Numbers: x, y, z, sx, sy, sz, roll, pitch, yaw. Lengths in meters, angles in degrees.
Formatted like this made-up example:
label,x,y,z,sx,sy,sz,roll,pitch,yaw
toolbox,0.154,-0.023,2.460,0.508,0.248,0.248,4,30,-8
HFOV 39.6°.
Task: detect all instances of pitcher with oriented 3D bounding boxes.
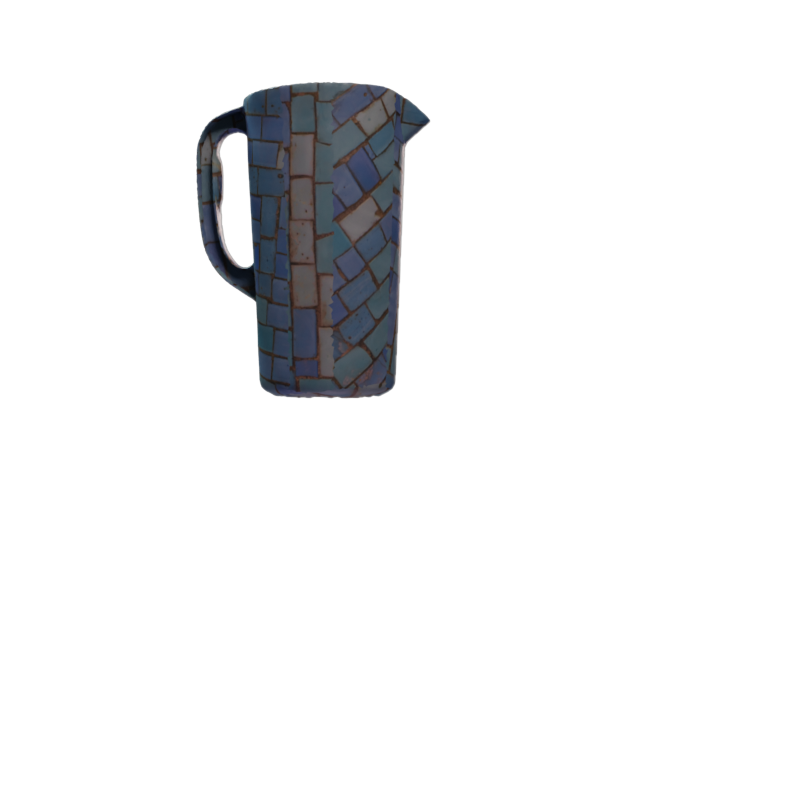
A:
label,x,y,z,sx,sy,sz,roll,pitch,yaw
pitcher,-0.069,-0.127,0.887,0.139,0.245,0.154,2,-3,-39
